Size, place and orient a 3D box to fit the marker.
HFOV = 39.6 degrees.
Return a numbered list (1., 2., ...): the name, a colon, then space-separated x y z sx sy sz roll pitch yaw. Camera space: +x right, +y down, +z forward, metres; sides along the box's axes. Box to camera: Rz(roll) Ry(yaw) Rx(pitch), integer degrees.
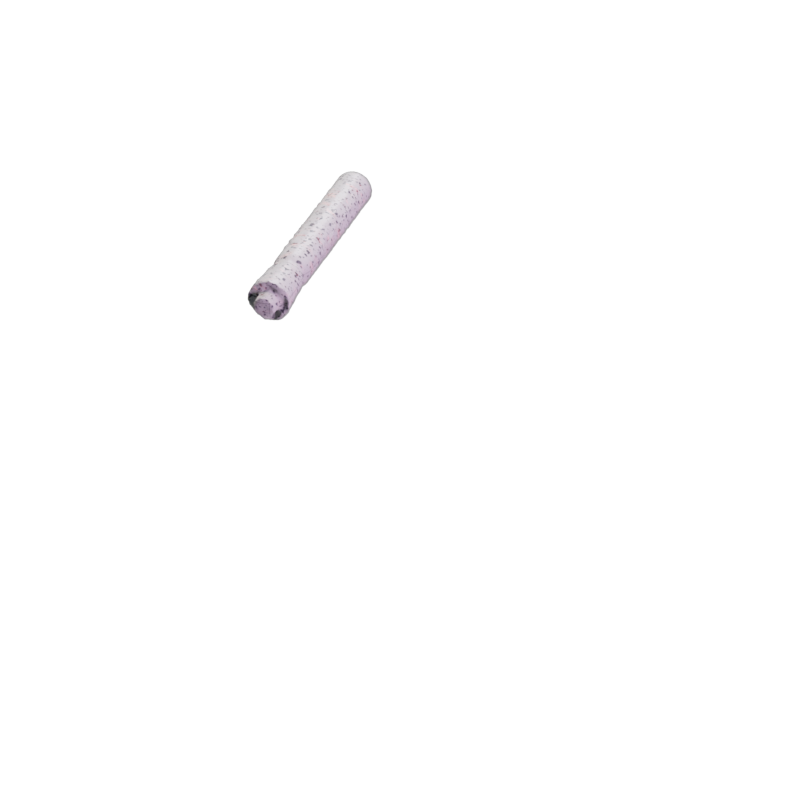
1. marker: -0.039 -0.072 0.501 0.020 0.018 0.126 0 33 18
